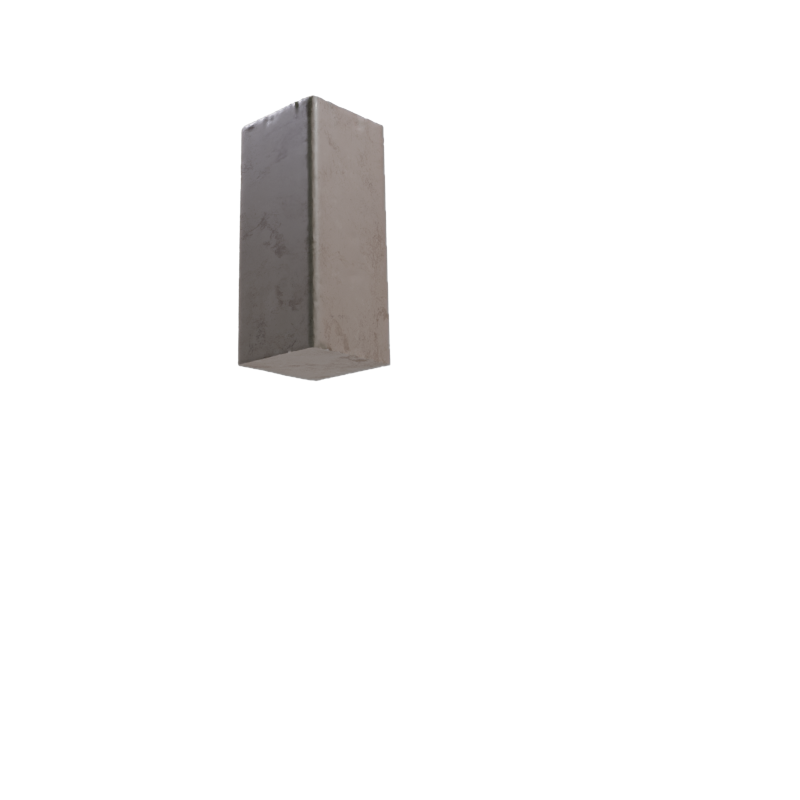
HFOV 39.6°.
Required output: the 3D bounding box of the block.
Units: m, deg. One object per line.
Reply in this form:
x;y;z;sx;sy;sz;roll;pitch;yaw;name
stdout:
-0.072;-0.129;0.906;0.092;0.215;0.085;-17;-23;41;block
